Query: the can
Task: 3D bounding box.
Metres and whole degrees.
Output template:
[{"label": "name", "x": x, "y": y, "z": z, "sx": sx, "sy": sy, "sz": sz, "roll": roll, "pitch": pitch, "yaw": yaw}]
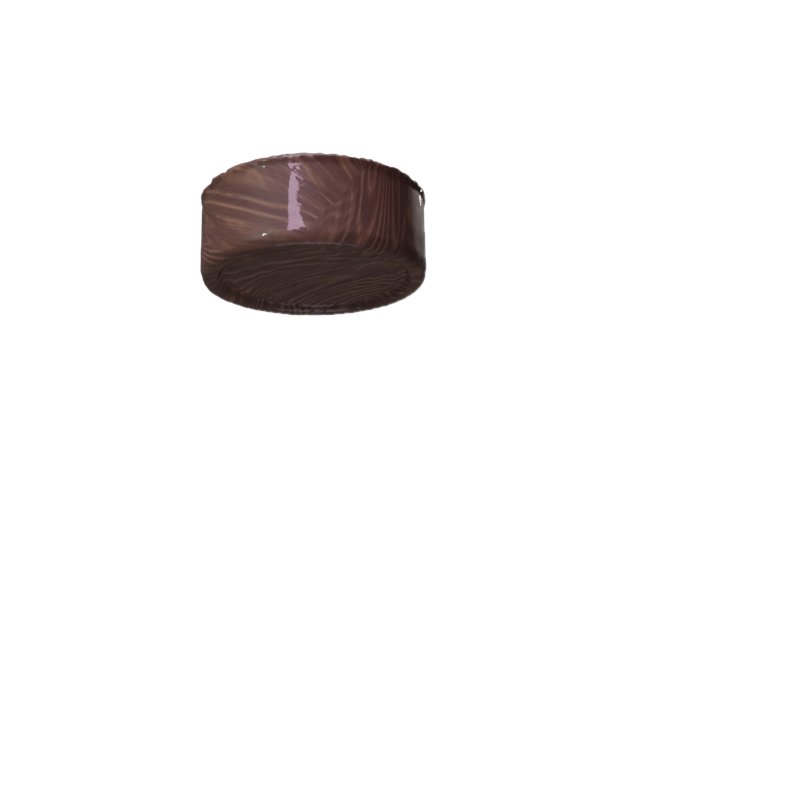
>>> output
[{"label": "can", "x": -0.033, "y": -0.060, "z": 0.419, "sx": 0.086, "sy": 0.035, "sz": 0.082, "roll": 0, "pitch": -15, "yaw": -2}]
